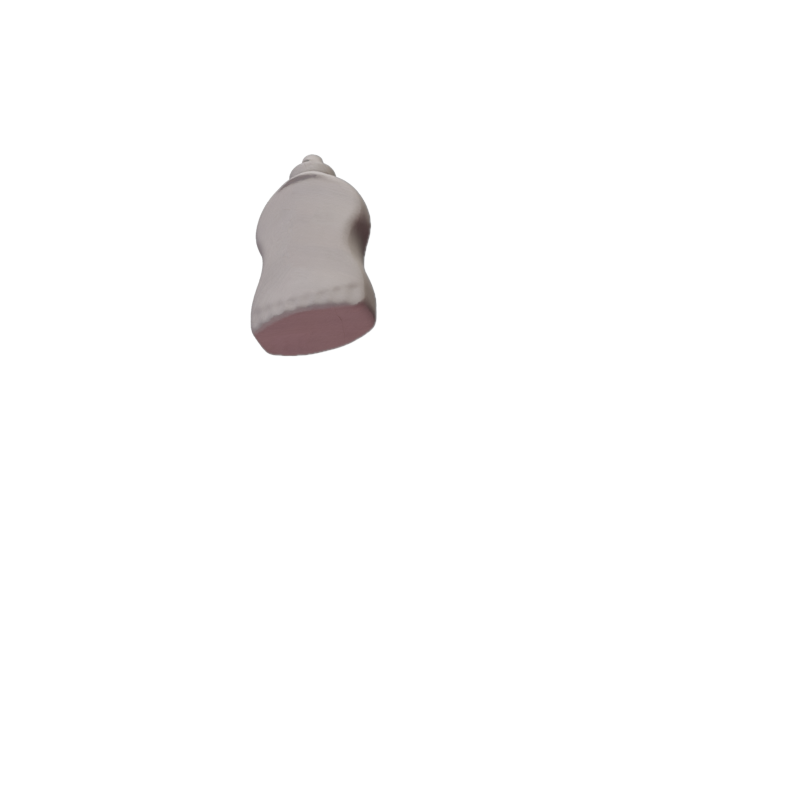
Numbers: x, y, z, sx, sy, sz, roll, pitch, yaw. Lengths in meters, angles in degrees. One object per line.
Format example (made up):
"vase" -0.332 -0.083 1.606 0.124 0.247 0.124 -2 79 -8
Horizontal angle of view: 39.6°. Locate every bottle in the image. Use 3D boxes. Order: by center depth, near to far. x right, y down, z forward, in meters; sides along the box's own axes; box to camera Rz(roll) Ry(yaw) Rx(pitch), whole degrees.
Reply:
"bottle" -0.071 -0.130 0.909 0.097 0.206 0.054 -16 -41 16
